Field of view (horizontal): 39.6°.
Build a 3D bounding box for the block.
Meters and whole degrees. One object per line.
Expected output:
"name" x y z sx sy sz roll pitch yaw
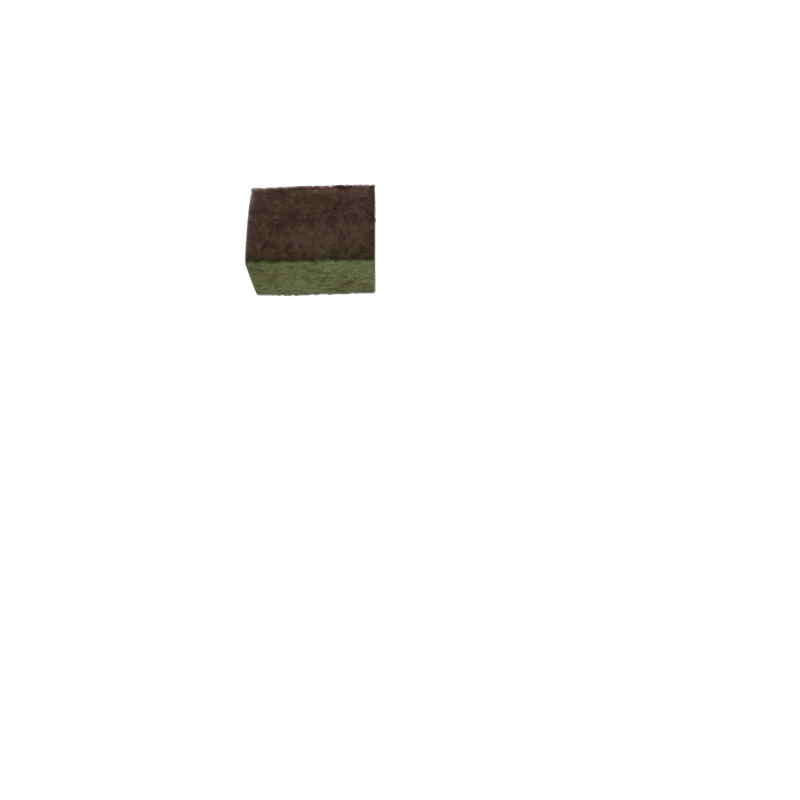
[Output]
"block" -0.053 -0.097 0.682 0.078 0.054 0.050 -1 -21 2
